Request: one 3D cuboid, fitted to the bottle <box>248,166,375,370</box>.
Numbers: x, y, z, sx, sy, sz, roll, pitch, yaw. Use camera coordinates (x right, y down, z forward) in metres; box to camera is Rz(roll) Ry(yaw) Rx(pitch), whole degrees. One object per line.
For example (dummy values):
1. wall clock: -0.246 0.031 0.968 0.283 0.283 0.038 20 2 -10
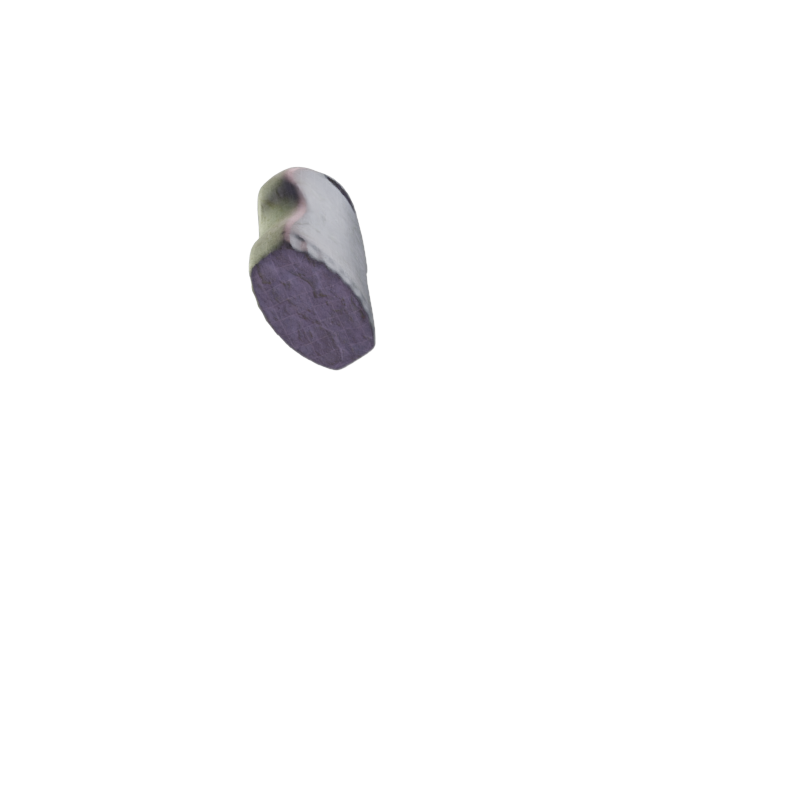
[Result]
1. bottle: -0.060 -0.109 0.764 0.058 0.091 0.204 -35 29 18
